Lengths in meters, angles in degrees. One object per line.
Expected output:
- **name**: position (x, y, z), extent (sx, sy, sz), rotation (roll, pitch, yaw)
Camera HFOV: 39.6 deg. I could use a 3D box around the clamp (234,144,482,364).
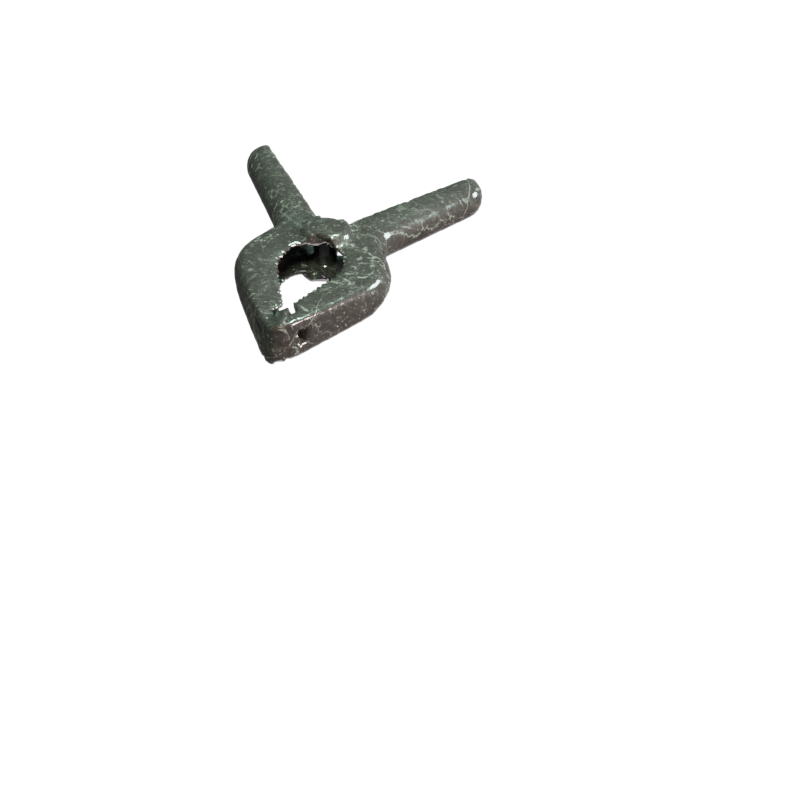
- **clamp**: position (-0.055, -0.100, 0.699), extent (0.170, 0.034, 0.218), rotation (14, 41, 17)
